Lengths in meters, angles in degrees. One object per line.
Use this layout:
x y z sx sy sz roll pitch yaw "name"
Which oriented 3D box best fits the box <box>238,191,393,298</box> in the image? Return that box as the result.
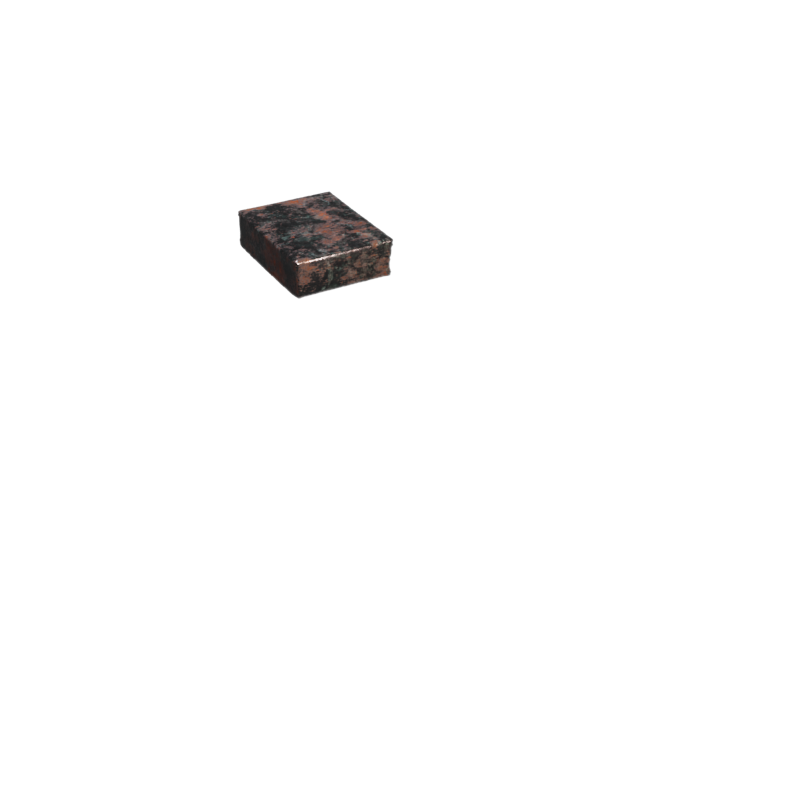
-0.073 -0.132 0.926 0.089 0.036 0.122 -17 38 -24 "box"
